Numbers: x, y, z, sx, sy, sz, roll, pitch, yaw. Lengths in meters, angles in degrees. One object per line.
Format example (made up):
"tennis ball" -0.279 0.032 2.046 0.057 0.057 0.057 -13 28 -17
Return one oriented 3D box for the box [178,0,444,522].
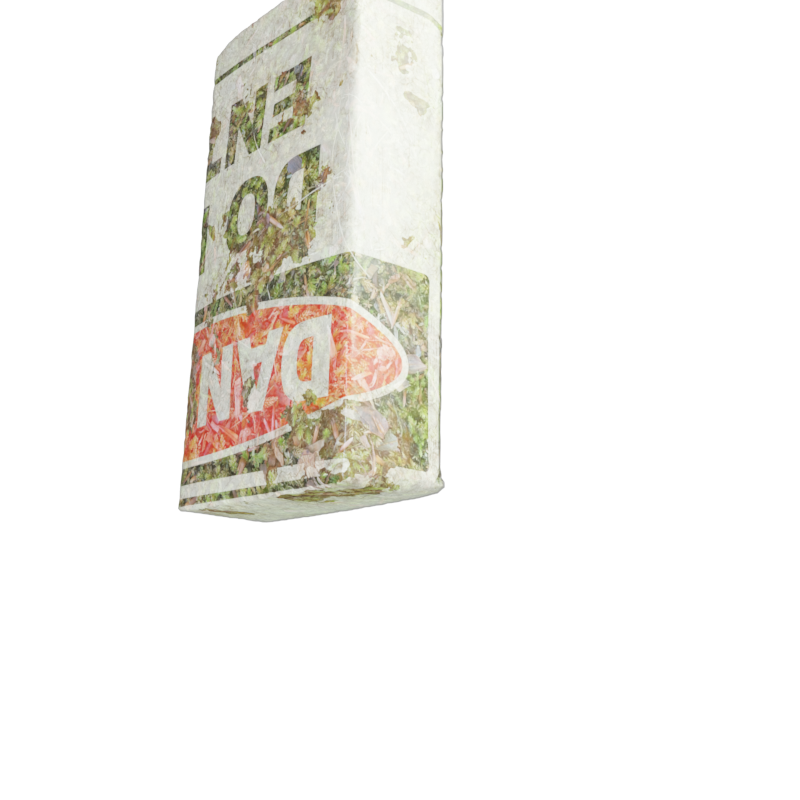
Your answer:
"box" -0.030 -0.053 0.374 0.045 0.184 0.094 14 -23 -38
